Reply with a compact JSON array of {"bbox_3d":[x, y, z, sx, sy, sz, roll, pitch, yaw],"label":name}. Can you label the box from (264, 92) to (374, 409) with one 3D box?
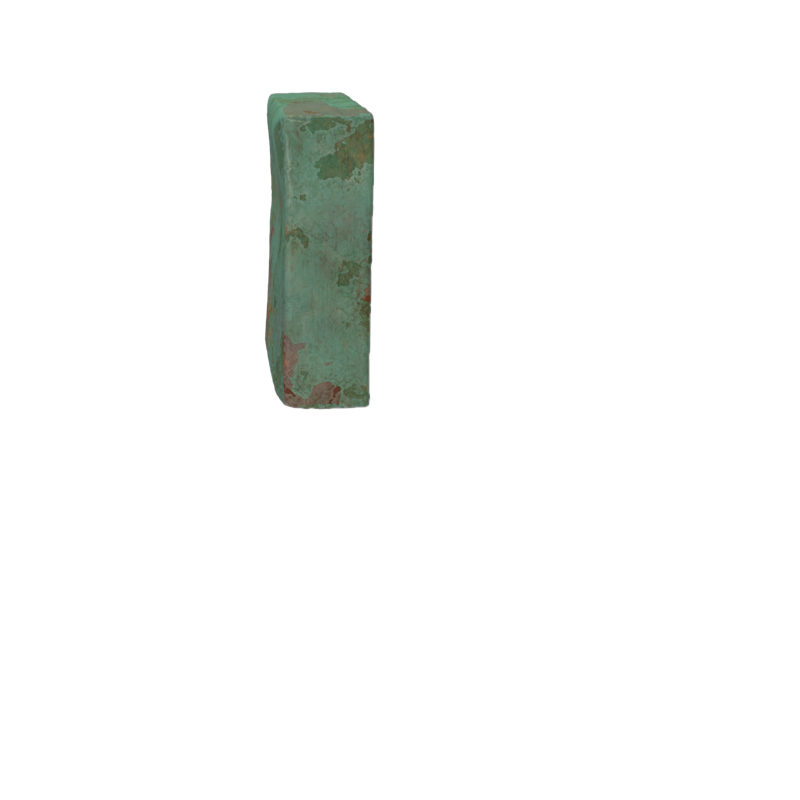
[{"bbox_3d":[-0.066,-0.121,0.847,0.071,0.207,0.172,-1,16,-10],"label":"box"}]
